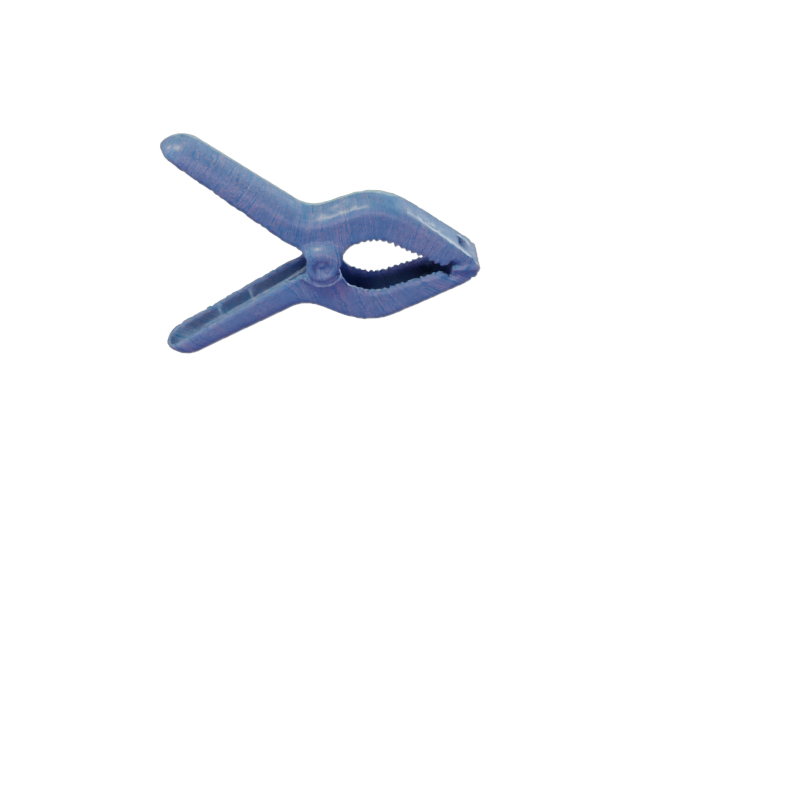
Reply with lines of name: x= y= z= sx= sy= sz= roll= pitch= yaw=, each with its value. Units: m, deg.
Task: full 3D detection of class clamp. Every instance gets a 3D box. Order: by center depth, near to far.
clamp: x=-0.055 y=-0.101 z=0.708 sx=0.210 sy=0.153 sz=0.039 roll=-3 pitch=39 yaw=2
